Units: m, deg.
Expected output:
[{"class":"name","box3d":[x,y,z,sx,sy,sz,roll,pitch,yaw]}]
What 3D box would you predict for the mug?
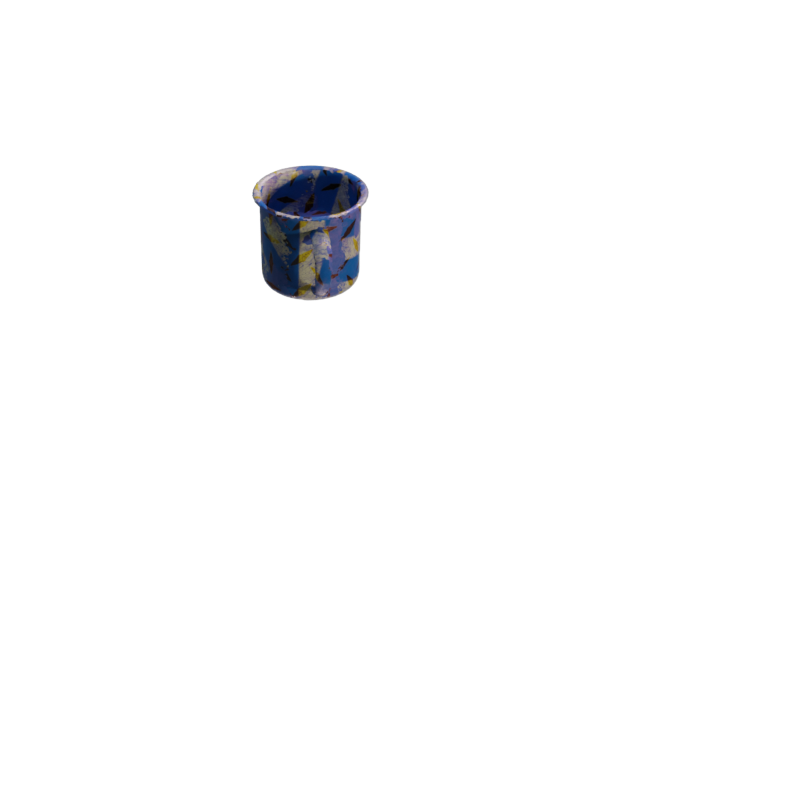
[{"class":"mug","box3d":[-0.070,-0.128,0.897,0.092,0.076,0.126,-7,36,-12]}]
